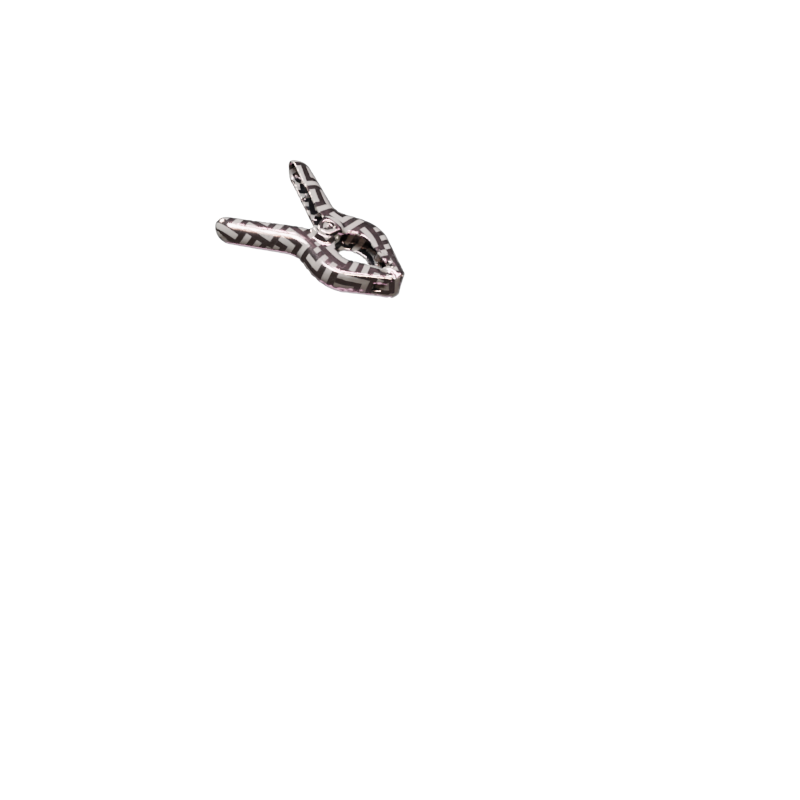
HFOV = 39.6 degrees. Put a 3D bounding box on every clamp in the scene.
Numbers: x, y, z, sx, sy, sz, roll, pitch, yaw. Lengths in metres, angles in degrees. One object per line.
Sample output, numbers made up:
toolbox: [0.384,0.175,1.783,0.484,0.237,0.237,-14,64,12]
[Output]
clamp: [-0.078,-0.142,0.991,0.121,0.037,0.182,-38,62,-25]
